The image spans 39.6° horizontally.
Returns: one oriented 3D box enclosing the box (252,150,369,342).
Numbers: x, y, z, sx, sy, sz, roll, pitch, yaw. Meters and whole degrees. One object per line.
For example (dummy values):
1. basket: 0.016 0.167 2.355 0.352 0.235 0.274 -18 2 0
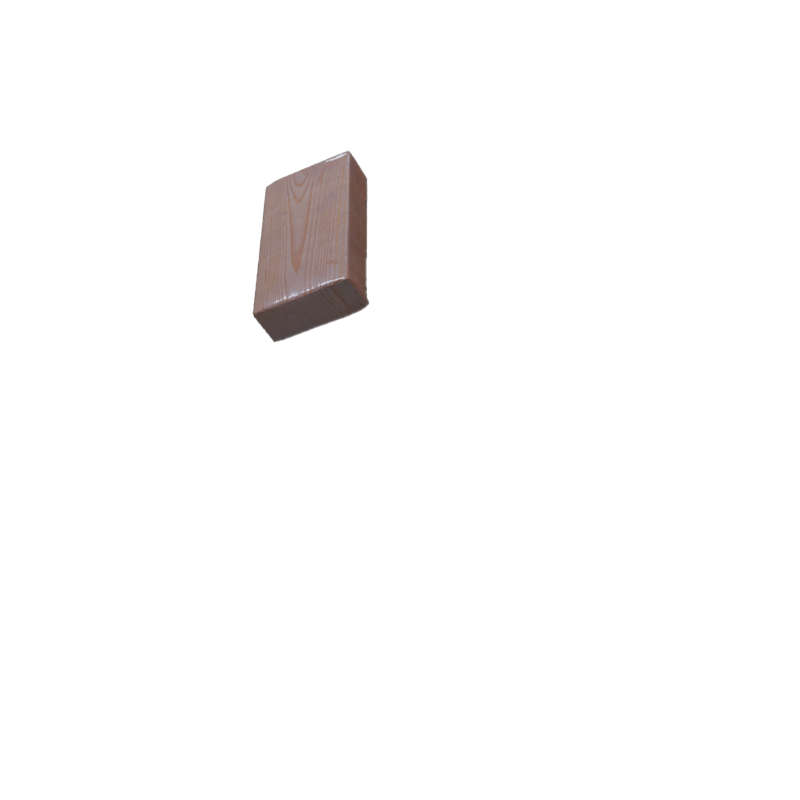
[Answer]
1. box: -0.077 -0.140 0.979 0.094 0.189 0.044 -20 -46 17
